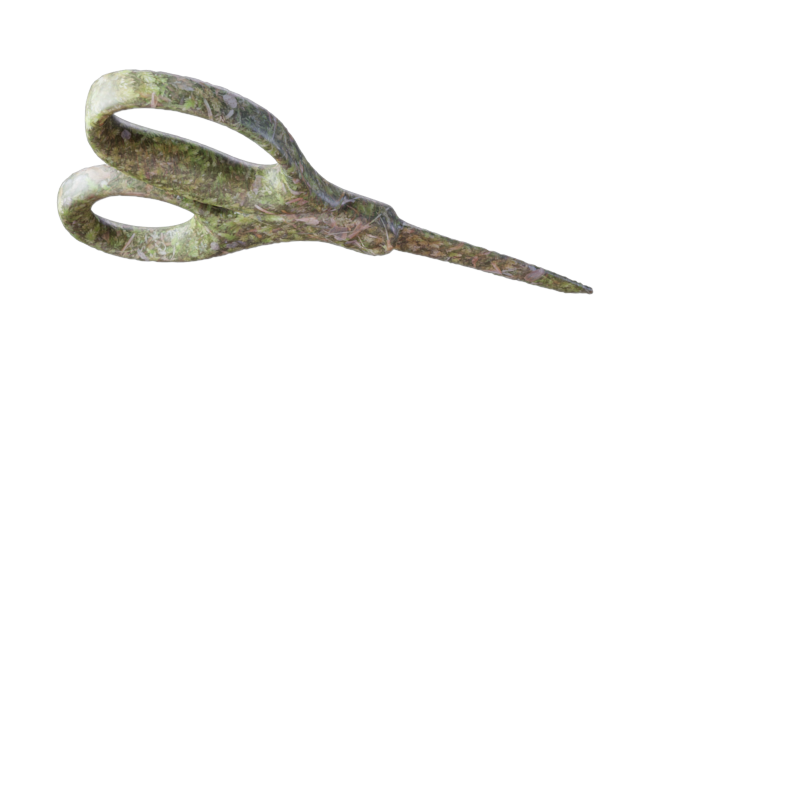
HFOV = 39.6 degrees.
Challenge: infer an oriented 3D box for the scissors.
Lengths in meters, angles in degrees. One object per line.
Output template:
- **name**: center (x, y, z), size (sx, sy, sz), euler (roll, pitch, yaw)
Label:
- **scissors**: center (-0.030, -0.055, 0.386), size (0.189, 0.017, 0.096), euler (23, -34, -39)
